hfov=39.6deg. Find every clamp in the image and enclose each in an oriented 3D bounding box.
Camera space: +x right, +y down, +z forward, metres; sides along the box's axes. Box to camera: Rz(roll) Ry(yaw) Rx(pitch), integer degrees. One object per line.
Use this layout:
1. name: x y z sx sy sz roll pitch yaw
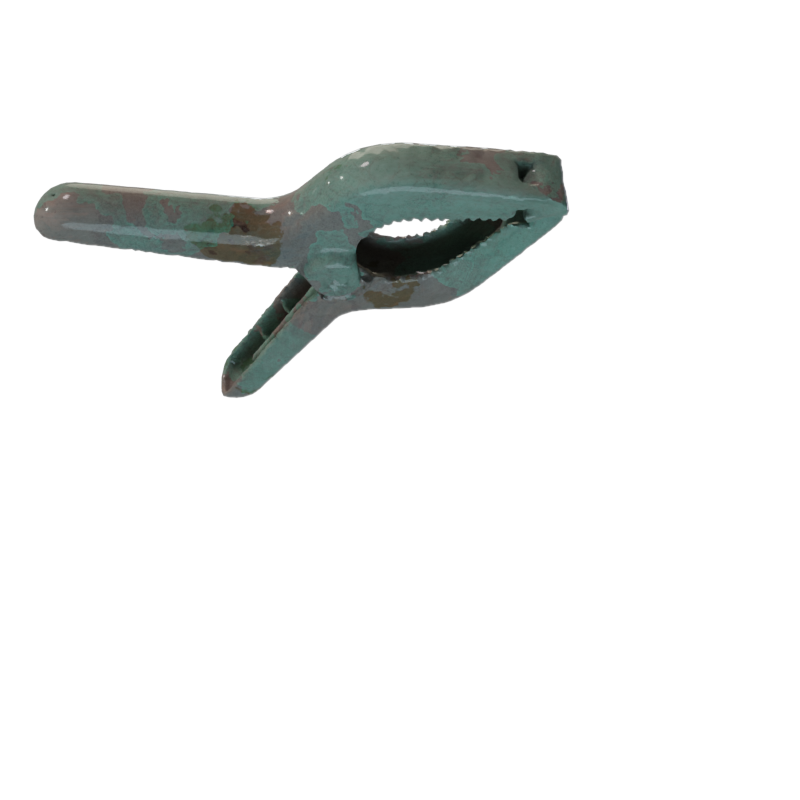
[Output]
1. clamp: -0.037 -0.067 0.470 0.212 0.039 0.152 -17 -35 27
